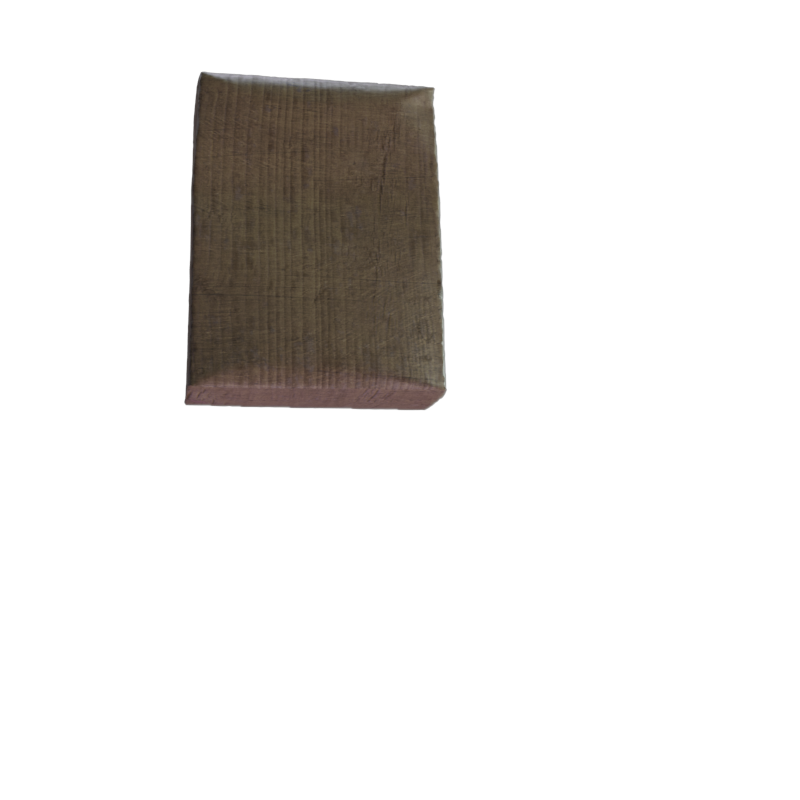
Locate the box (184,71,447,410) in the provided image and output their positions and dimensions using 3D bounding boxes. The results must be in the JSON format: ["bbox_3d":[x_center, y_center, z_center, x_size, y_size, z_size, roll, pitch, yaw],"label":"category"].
[{"bbox_3d":[-0.057,-0.105,0.732,0.162,0.223,0.070,2,-17,-9],"label":"box"}]
